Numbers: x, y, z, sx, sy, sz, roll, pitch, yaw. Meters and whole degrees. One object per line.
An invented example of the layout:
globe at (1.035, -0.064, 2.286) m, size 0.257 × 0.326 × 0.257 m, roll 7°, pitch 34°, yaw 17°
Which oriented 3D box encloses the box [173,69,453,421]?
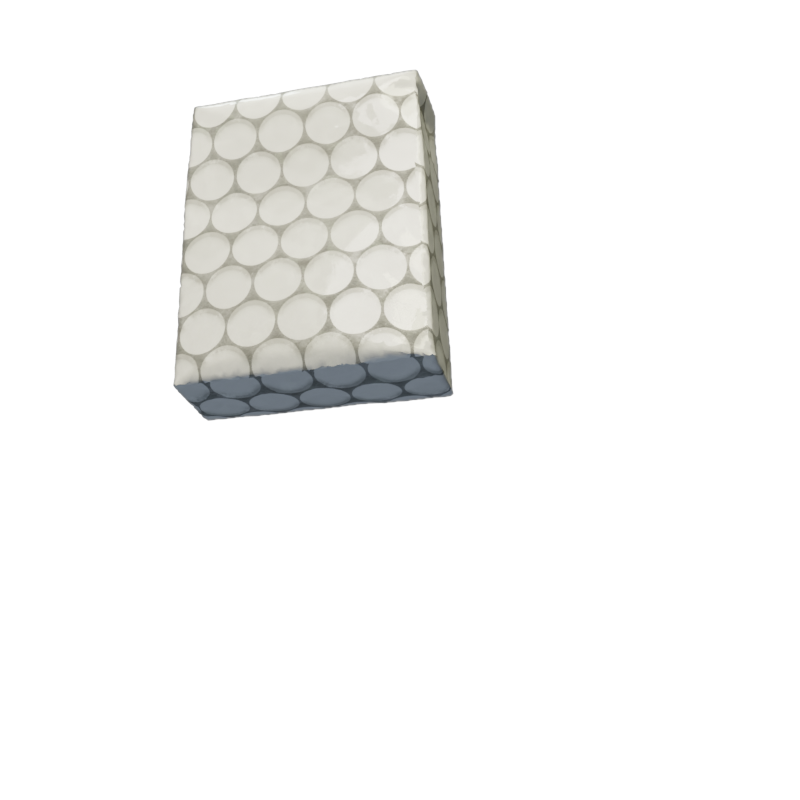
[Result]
box at (-0.057, -0.104, 0.727) m, size 0.166 × 0.227 × 0.067 m, roll -7°, pitch -28°, yaw 12°
